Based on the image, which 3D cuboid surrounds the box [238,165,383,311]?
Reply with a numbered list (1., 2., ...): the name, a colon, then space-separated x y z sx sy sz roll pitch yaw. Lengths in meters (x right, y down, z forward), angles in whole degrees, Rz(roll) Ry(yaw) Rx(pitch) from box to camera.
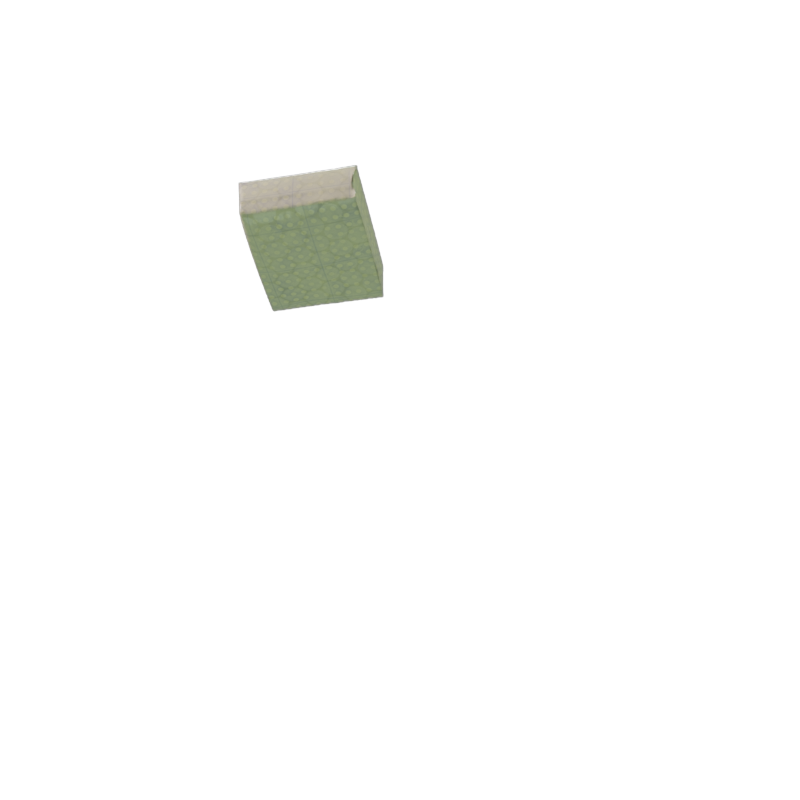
1. box: -0.065 -0.118 0.829 0.090 0.042 0.105 -7 -39 8
